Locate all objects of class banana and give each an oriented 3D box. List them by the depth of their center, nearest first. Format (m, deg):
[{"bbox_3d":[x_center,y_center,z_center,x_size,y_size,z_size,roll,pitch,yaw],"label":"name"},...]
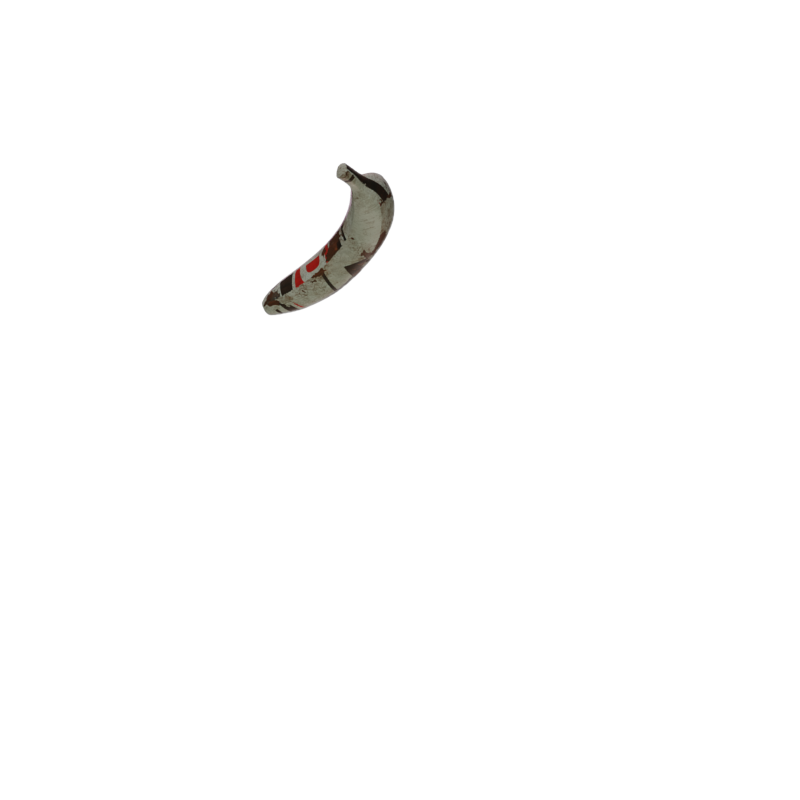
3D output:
[{"bbox_3d":[-0.052,-0.127,0.903,0.067,0.039,0.190,13,-37,-19],"label":"banana"}]
